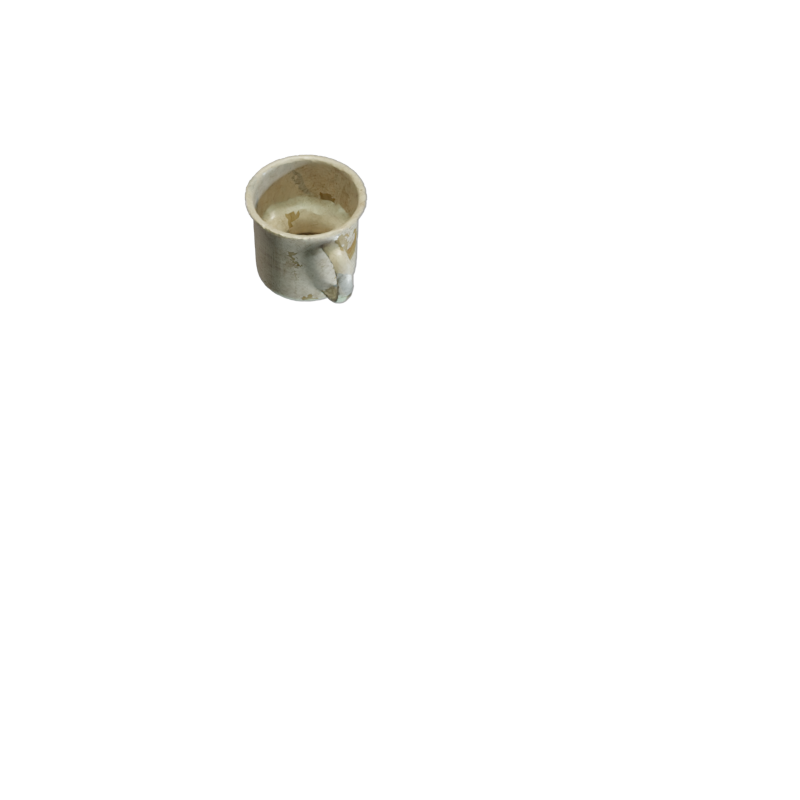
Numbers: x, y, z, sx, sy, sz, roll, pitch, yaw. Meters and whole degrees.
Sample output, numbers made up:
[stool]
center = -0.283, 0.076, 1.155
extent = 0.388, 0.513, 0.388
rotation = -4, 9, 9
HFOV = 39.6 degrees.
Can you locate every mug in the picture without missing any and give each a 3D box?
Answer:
[mug]
center = -0.067, -0.123, 0.861
extent = 0.093, 0.126, 0.076
rotation = -23, -36, -20
